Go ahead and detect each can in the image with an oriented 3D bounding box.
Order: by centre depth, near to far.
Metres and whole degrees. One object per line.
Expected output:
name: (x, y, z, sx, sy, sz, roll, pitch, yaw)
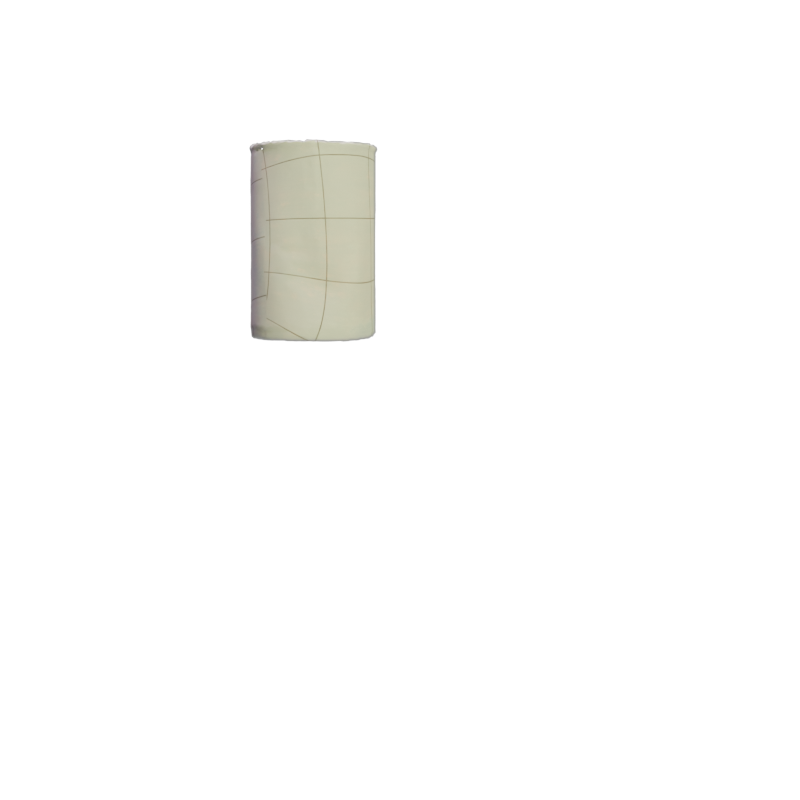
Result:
can: (-0.046, -0.084, 0.590, 0.068, 0.102, 0.069, 0, 1, -2)
